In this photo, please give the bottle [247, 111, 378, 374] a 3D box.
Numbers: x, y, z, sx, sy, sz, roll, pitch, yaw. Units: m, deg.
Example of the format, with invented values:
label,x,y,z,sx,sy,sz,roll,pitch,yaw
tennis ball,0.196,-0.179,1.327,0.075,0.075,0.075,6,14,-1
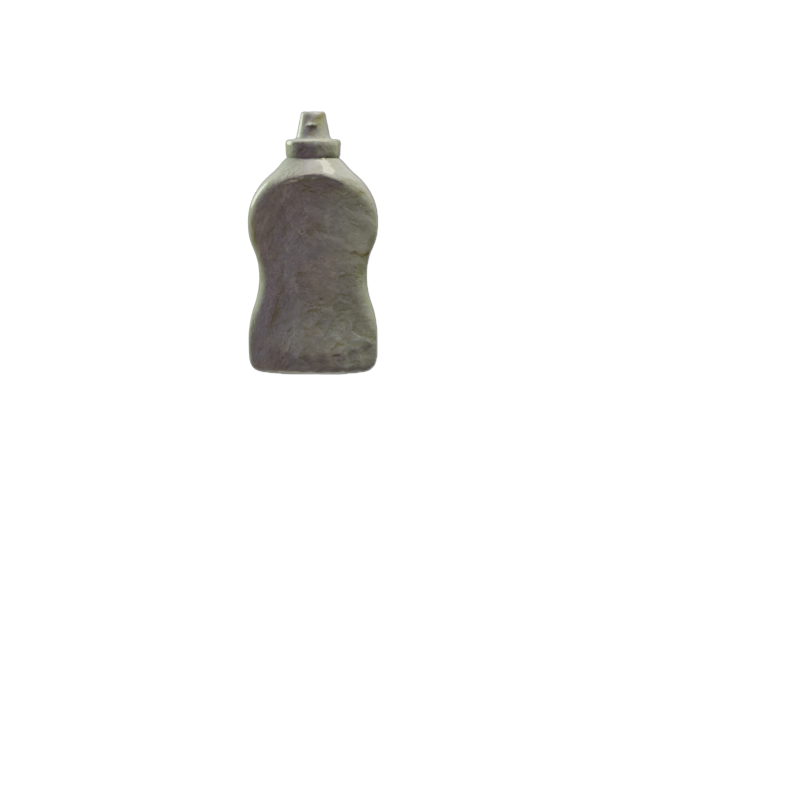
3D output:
label,x,y,z,sx,sy,sz,roll,pitch,yaw
bottle,-0.064,-0.117,0.822,0.096,0.189,0.059,1,6,2
